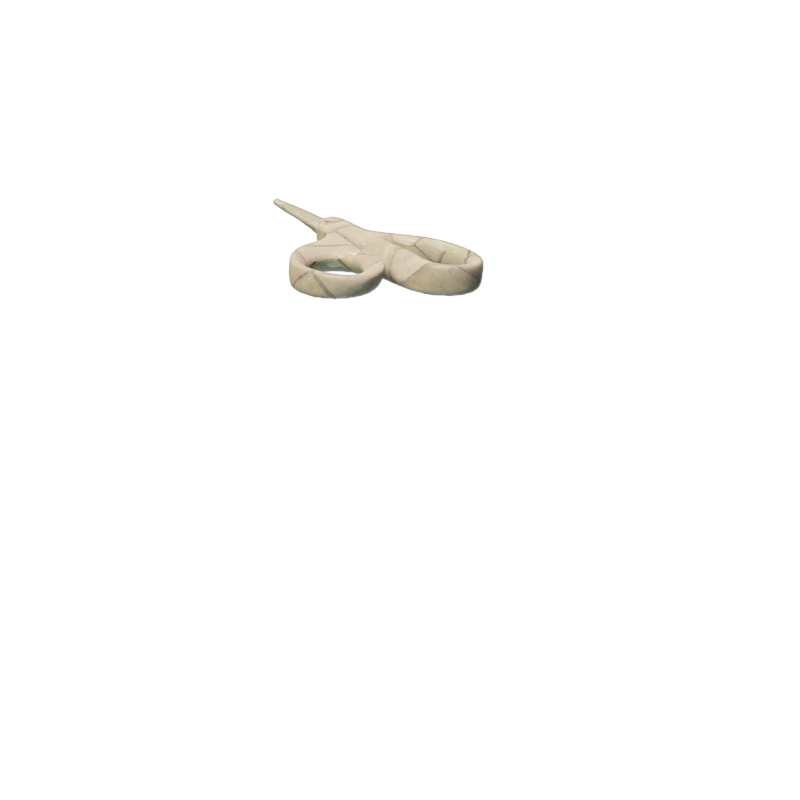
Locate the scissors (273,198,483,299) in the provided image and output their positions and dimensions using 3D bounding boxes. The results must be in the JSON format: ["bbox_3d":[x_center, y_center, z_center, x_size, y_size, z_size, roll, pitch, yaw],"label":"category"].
[{"bbox_3d":[-0.044,-0.080,0.562,0.094,0.015,0.214,-15,25,-35],"label":"scissors"}]
